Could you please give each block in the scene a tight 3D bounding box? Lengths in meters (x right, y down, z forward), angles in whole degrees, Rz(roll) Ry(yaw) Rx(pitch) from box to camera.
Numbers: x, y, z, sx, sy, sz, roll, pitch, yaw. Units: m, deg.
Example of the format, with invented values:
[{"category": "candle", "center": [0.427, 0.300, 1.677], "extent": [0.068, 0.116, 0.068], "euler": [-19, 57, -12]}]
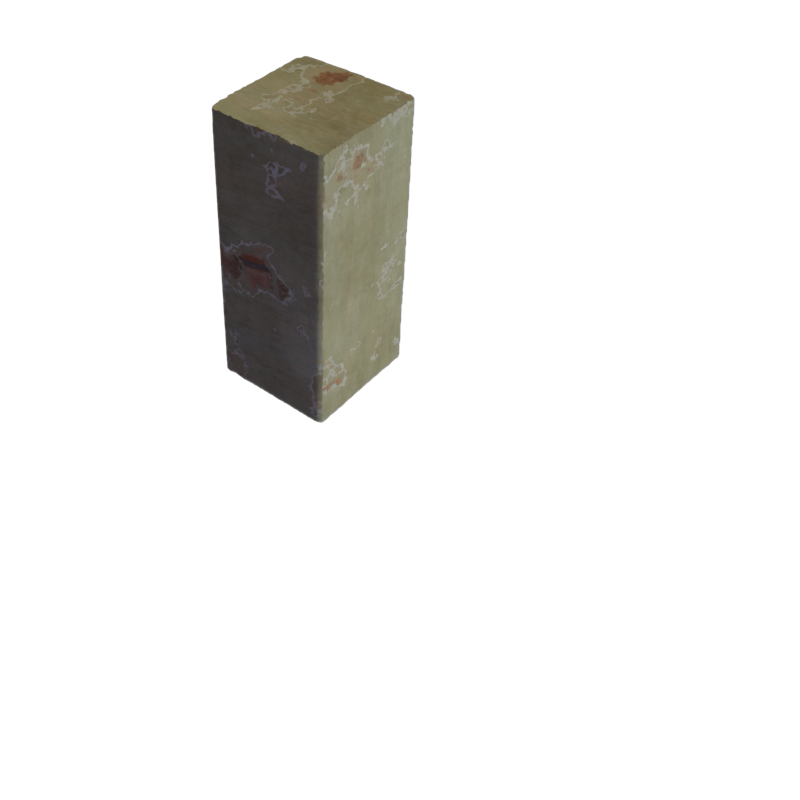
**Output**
[{"category": "block", "center": [-0.056, -0.102, 0.715], "extent": [0.095, 0.192, 0.092], "euler": [28, 46, 26]}]
